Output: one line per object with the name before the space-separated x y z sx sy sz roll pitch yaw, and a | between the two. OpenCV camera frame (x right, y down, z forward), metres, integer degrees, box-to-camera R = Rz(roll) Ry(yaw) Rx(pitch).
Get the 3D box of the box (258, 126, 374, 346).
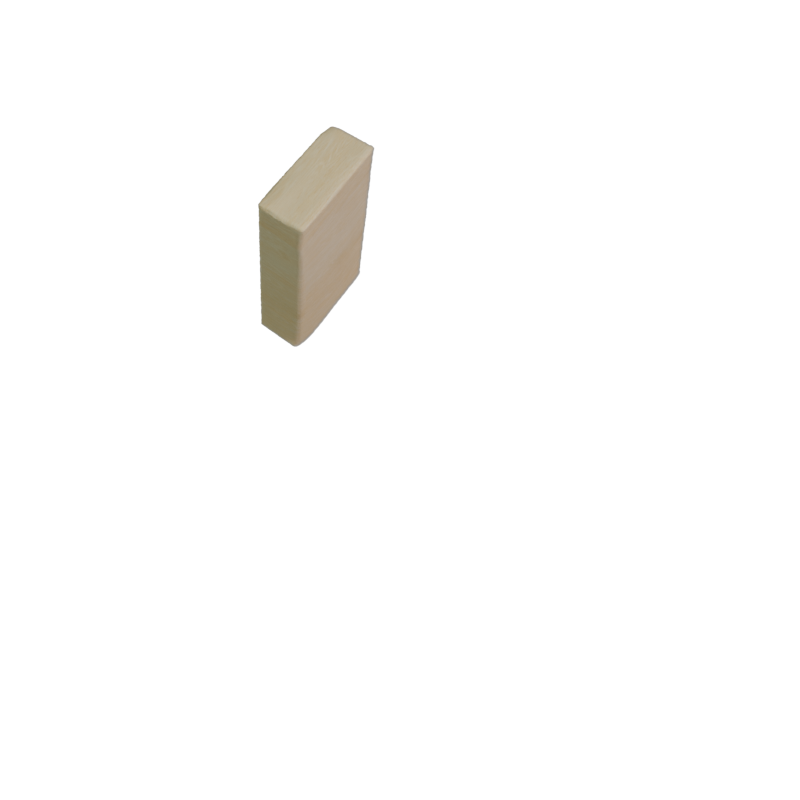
box | -0.067 -0.122 0.852 0.050 0.096 0.166 31 -27 12
